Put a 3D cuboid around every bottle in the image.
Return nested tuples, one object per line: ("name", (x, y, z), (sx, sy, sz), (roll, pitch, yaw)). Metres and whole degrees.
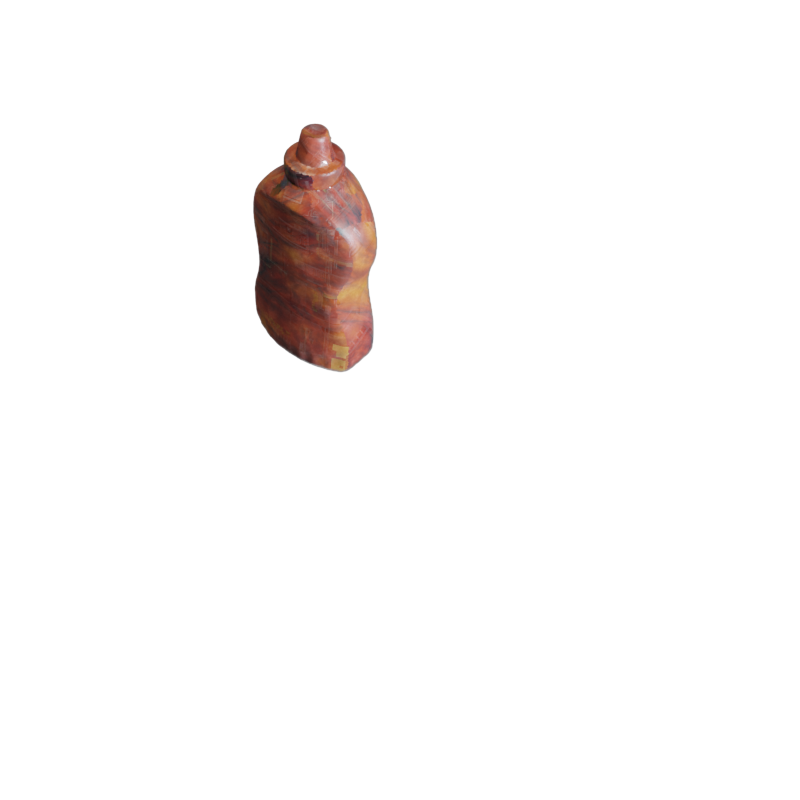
("bottle", (-0.061, -0.111, 0.777), (0.102, 0.179, 0.059), (36, 54, 27))
